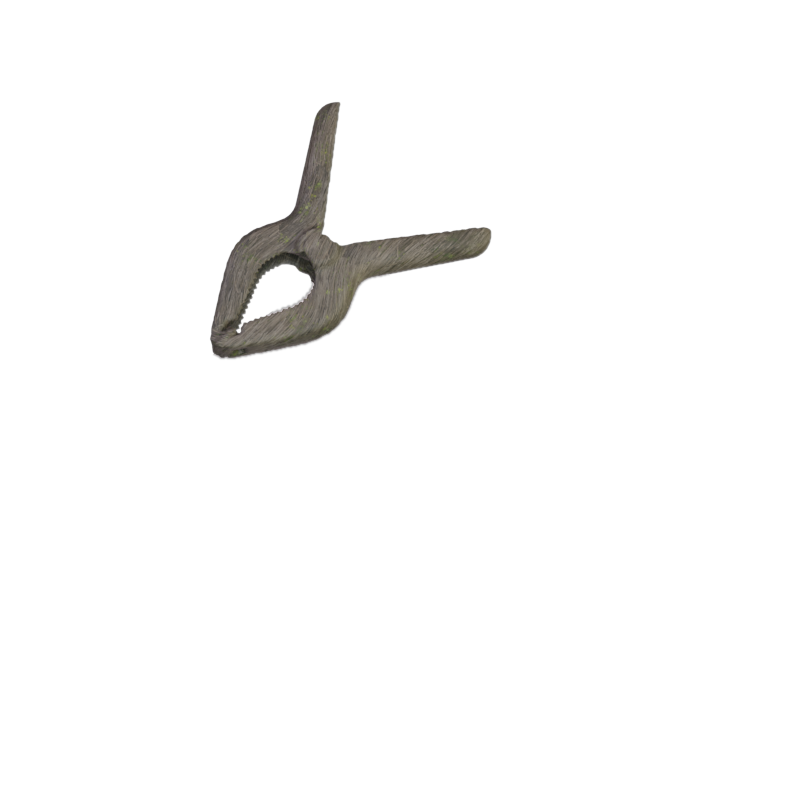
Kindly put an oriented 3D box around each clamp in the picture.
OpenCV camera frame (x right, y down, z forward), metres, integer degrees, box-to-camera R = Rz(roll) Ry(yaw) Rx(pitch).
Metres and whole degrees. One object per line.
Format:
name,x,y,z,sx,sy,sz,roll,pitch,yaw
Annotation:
clamp,-0.063,-0.114,0.800,0.211,0.173,0.034,-37,-18,-15
